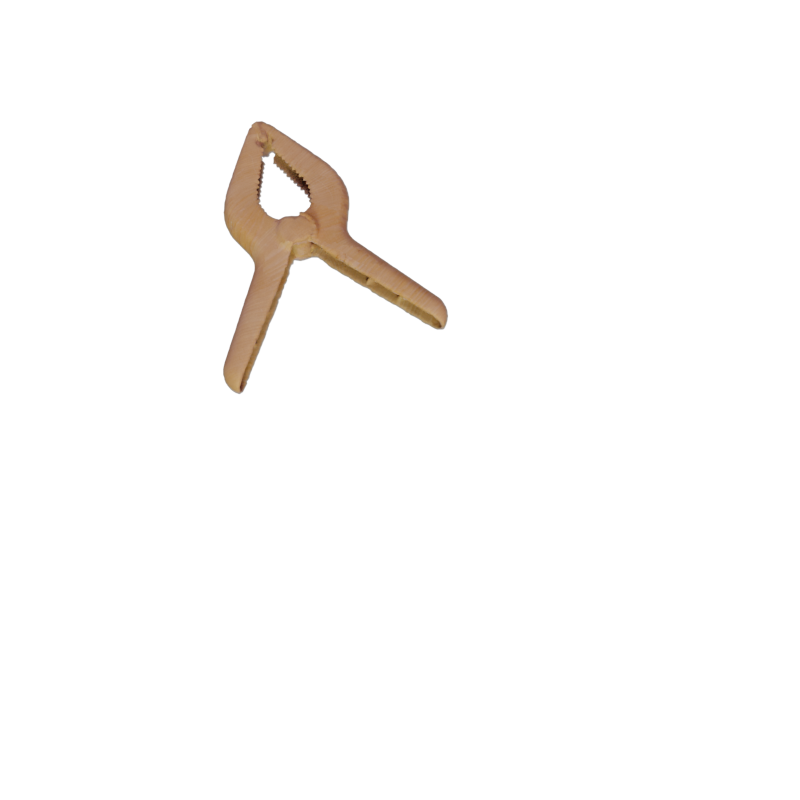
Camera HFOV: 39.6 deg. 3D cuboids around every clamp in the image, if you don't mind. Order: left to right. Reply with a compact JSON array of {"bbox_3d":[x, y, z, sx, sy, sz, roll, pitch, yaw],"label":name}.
[{"bbox_3d":[-0.064,-0.117,0.821,0.164,0.223,0.034,-11,-25,-6],"label":"clamp"}]
